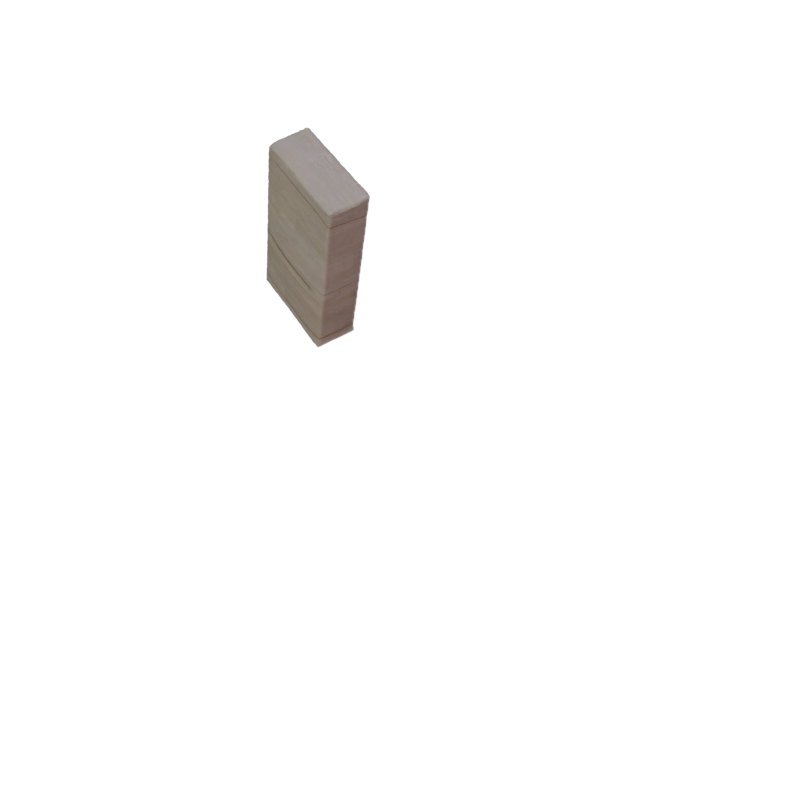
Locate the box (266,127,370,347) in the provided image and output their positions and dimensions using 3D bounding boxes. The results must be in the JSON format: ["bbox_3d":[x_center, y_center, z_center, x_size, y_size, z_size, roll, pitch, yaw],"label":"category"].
[{"bbox_3d":[-0.073,-0.133,0.933,0.048,0.100,0.165,-27,-29,-21],"label":"box"}]
